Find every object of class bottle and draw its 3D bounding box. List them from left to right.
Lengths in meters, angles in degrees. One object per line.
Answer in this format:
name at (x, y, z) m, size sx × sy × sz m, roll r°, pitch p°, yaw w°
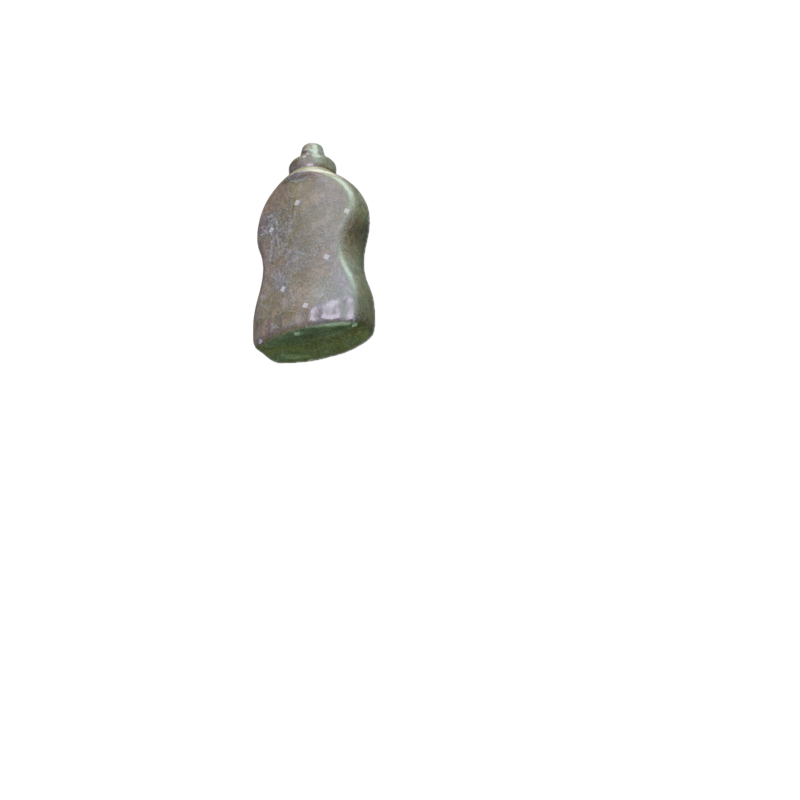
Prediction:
bottle at (-0.071, -0.130, 0.907) m, size 0.097 × 0.204 × 0.054 m, roll -17°, pitch -34°, yaw 24°
